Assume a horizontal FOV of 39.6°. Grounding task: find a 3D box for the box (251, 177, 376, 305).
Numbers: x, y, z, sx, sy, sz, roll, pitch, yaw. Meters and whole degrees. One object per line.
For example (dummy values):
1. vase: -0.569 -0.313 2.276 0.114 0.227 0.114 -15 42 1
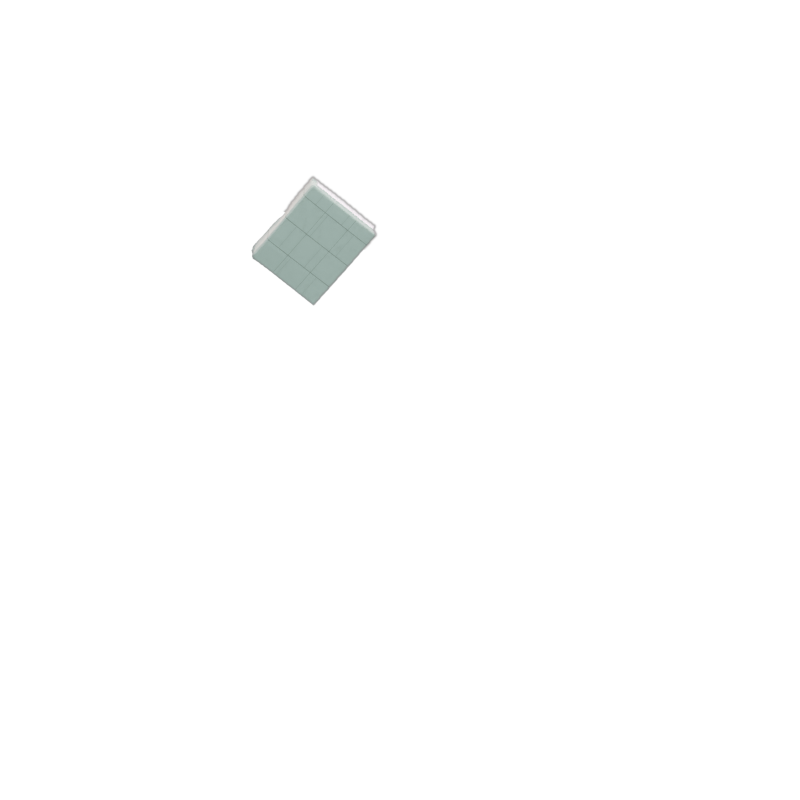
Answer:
1. box: -0.077 -0.140 0.983 0.071 0.088 0.032 38 16 -14
